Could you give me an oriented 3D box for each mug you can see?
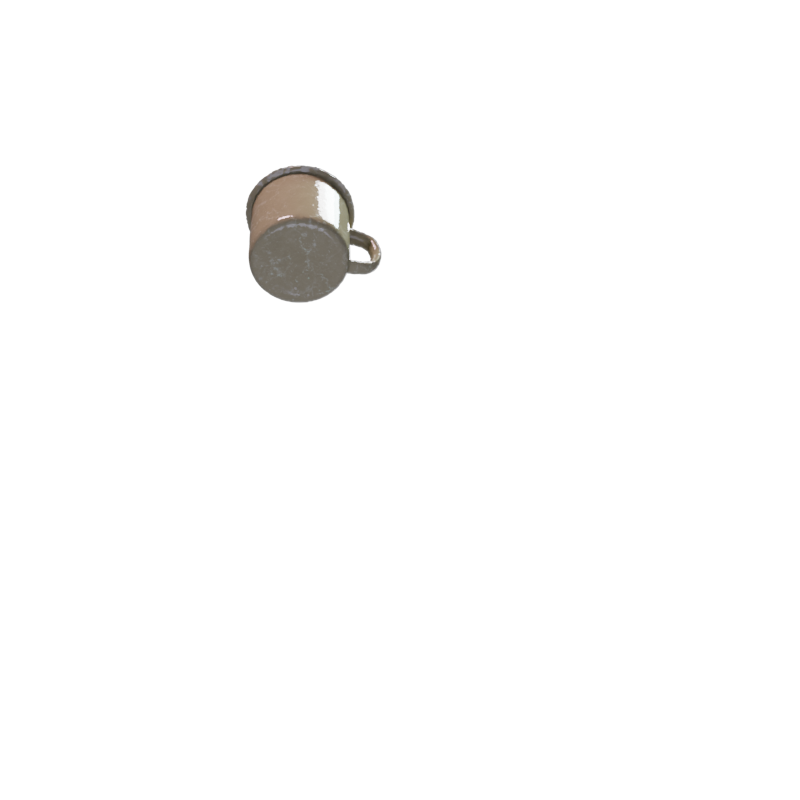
[{"bbox_3d":[-0.072,-0.131,0.915,0.114,0.089,0.087,17,33,-13],"label":"mug"}]
